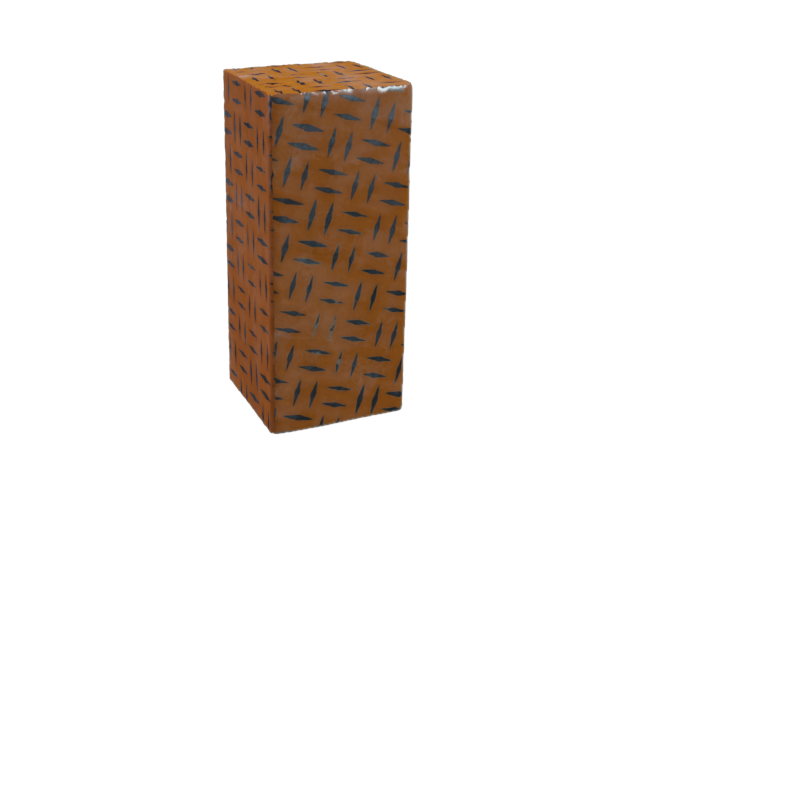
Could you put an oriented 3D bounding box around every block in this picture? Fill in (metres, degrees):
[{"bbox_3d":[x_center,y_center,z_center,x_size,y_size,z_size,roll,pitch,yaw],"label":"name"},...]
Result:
[{"bbox_3d":[-0.053,-0.098,0.683,0.088,0.197,0.097,-8,22,-23],"label":"block"}]
